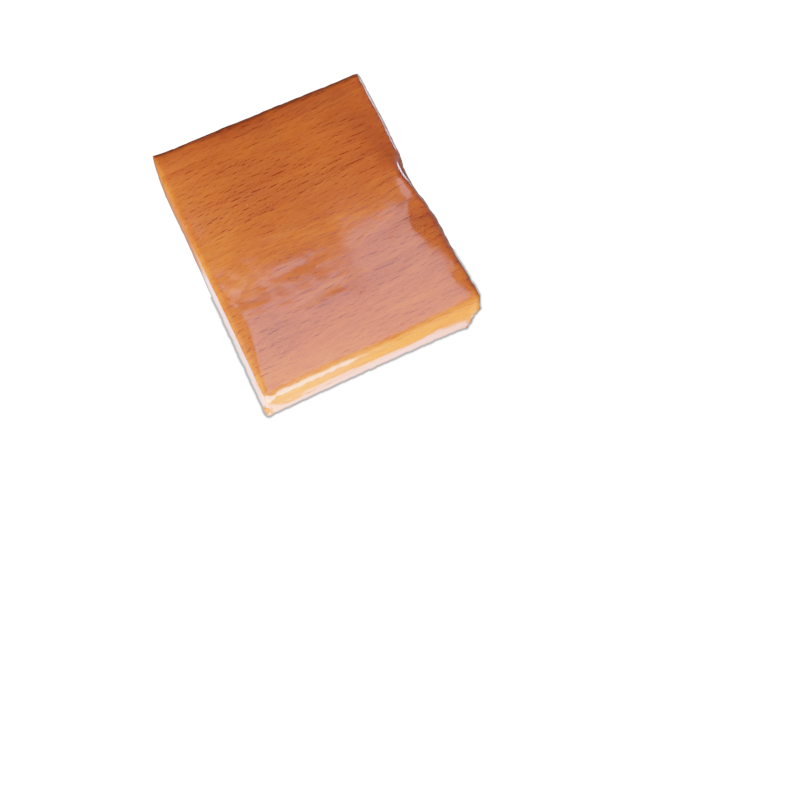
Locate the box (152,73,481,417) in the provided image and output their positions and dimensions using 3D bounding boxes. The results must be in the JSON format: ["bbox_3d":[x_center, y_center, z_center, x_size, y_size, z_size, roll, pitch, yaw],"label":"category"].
[{"bbox_3d":[-0.028,-0.050,0.352,0.073,0.094,0.029,-24,-17,-8],"label":"box"}]
